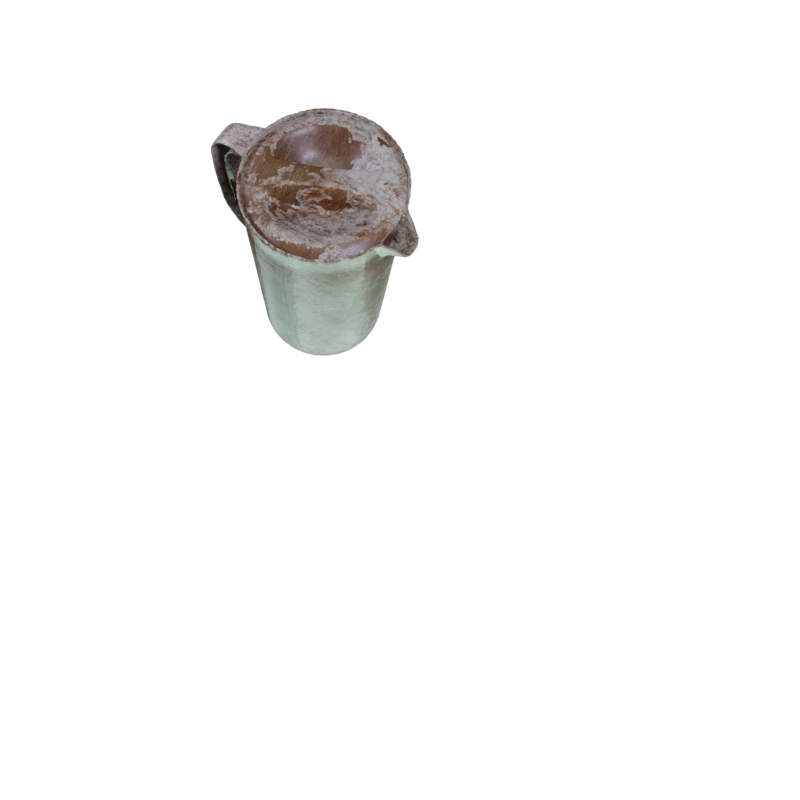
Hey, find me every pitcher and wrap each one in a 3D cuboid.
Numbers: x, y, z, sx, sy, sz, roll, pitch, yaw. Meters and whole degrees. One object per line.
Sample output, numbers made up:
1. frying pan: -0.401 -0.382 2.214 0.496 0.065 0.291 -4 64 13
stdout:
1. pitcher: -0.074 -0.134 0.940 0.144 0.158 0.231 -10 -21 -7
